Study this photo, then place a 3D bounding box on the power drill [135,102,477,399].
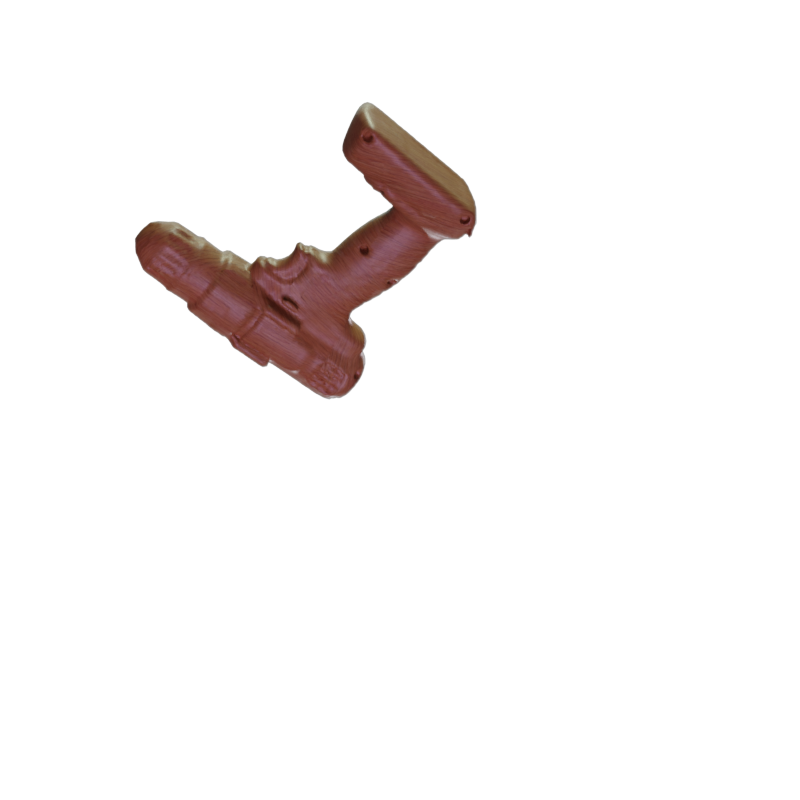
[{"bbox_3d":[-0.058,-0.105,0.736,0.176,0.184,0.061,36,26,-21],"label":"power drill"}]
